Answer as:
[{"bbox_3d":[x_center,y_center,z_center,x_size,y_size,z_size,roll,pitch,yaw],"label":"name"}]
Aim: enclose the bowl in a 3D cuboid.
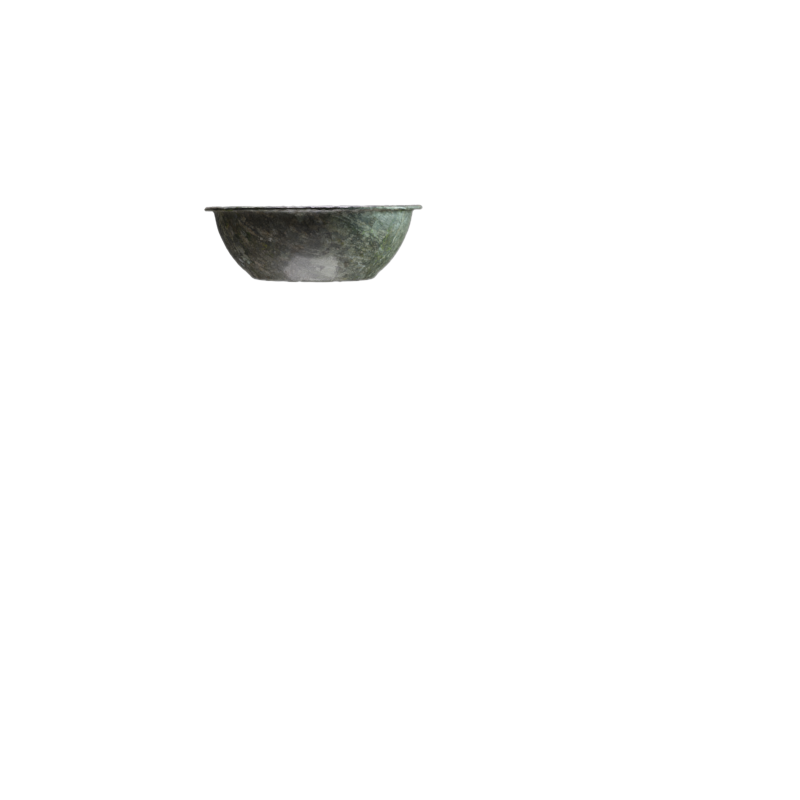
[{"bbox_3d":[-0.065,-0.118,0.824,0.162,0.054,0.165,0,9,-2],"label":"bowl"}]
